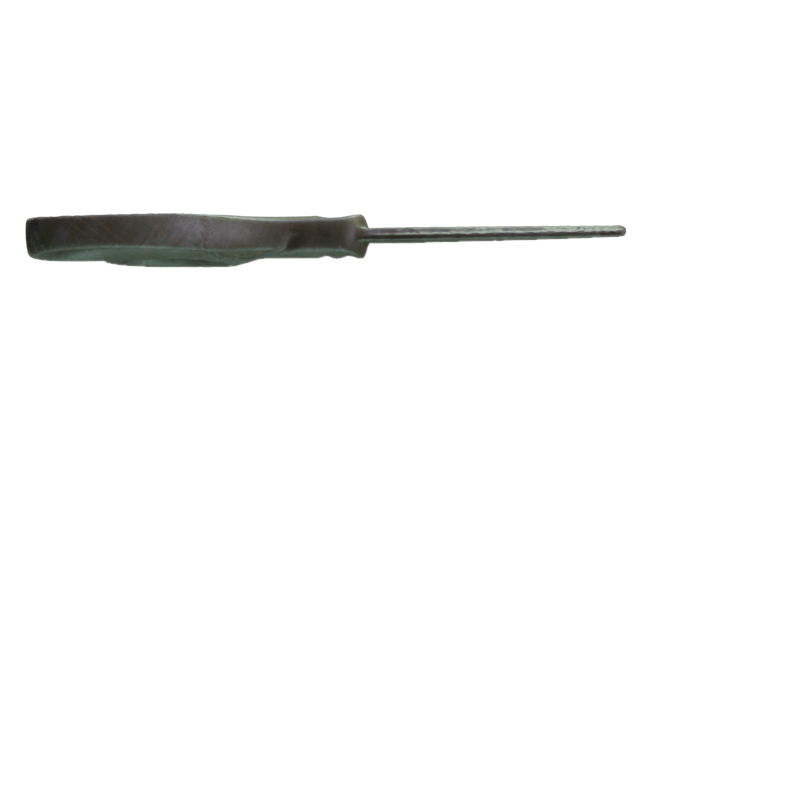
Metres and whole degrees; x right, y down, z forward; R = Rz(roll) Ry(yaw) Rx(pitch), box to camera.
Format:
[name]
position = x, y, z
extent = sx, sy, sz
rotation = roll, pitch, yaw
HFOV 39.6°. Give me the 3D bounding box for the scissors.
[scissors]
position = -0.032, -0.058, 0.406
extent = 0.200, 0.016, 0.097
rotation = 0, 3, -5
